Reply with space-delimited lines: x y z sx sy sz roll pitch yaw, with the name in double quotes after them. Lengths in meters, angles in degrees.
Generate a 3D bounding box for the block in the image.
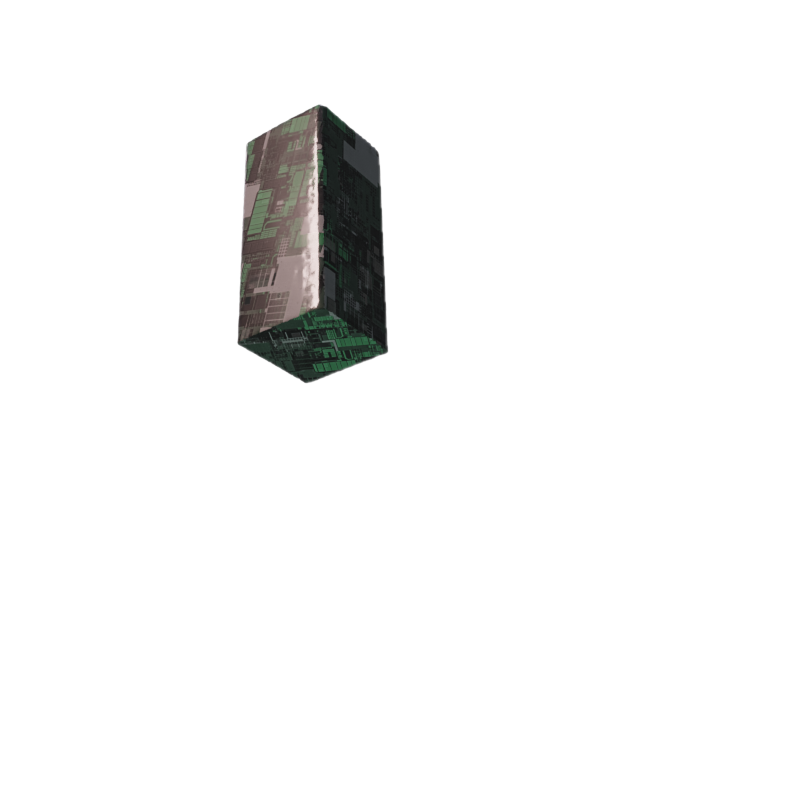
-0.073 -0.135 0.942 0.091 0.220 0.084 -23 -38 29 "block"
